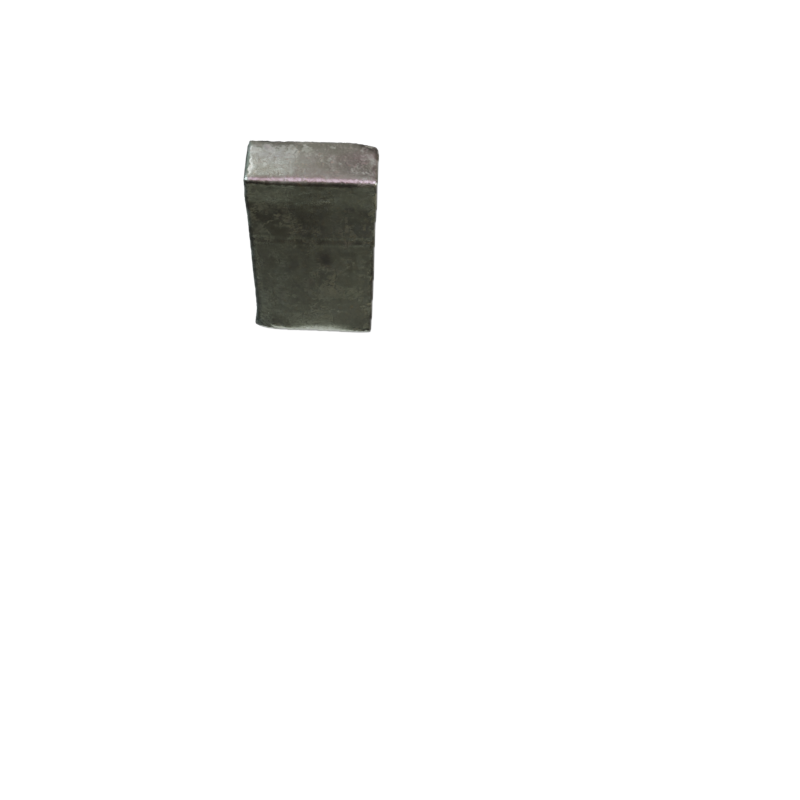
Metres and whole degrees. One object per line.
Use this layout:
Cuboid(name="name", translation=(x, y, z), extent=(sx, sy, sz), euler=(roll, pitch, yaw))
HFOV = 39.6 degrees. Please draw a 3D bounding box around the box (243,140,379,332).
Cuboid(name="box", translation=(-0.064, -0.118, 0.821), extent=(0.093, 0.051, 0.164), euler=(4, -37, -1))
